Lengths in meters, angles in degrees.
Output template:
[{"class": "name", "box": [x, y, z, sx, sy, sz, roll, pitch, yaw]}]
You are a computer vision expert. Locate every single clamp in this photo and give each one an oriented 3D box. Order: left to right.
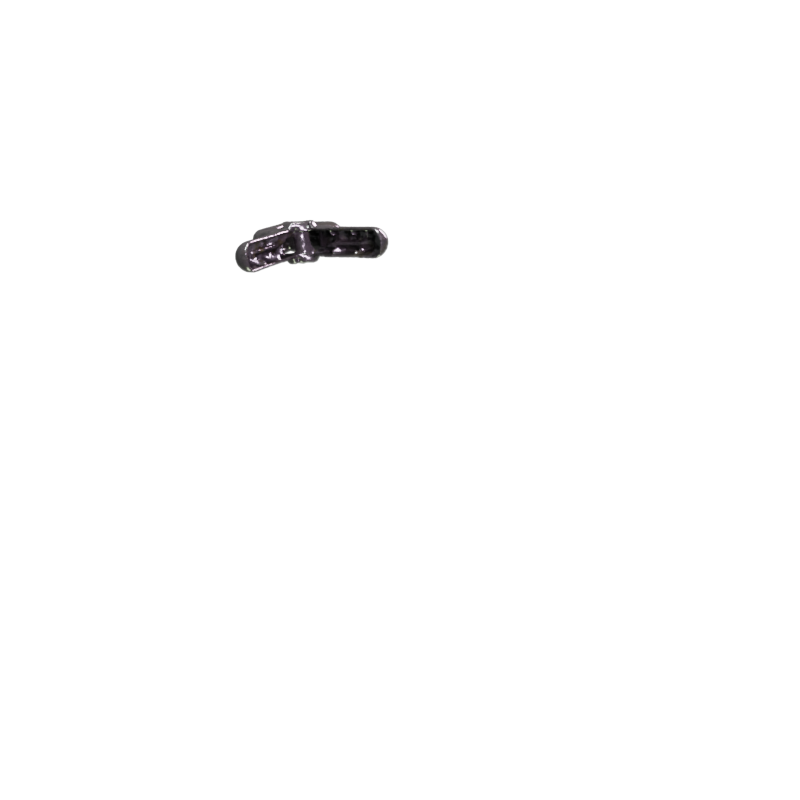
[{"class": "clamp", "box": [-0.073, -0.134, 0.937, 0.120, 0.038, 0.176, 0, 15, -2]}]
